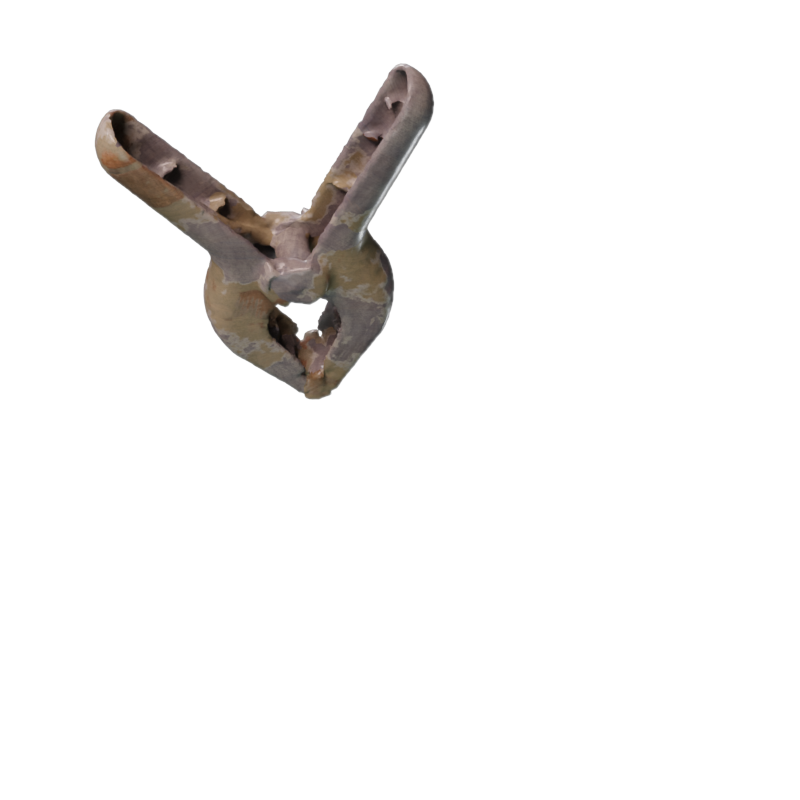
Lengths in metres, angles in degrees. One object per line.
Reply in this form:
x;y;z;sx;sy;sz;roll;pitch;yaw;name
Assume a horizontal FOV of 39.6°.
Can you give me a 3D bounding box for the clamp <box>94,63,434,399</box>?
-0.035;-0.063;0.441;0.121;0.042;0.158;-8;-36;11;clamp
